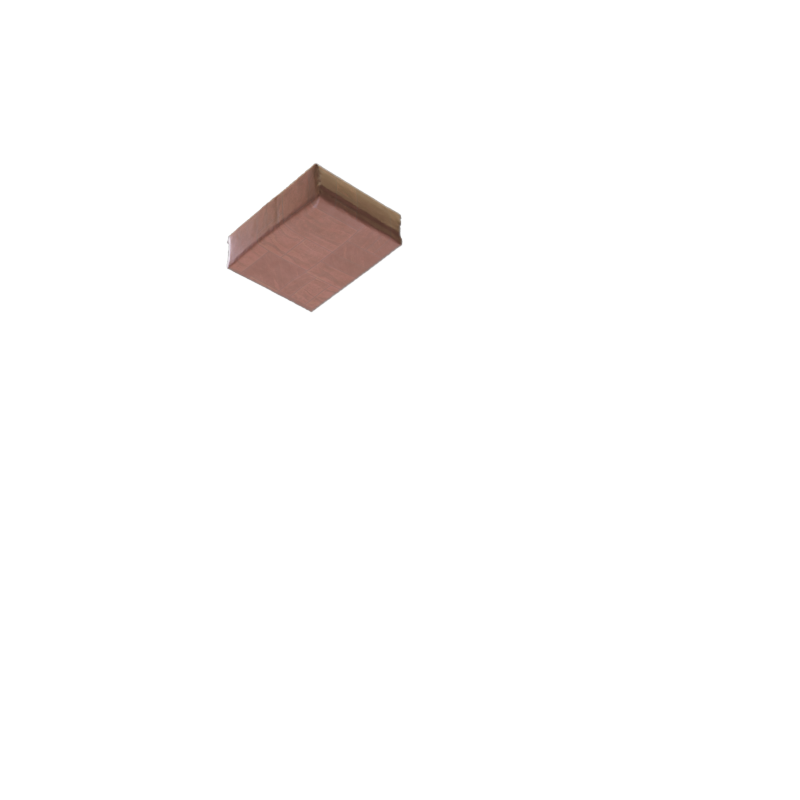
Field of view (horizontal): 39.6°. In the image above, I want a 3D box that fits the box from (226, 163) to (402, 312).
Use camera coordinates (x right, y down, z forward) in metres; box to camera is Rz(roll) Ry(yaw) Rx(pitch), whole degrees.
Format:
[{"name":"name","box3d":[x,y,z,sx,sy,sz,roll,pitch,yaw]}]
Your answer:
[{"name":"box","box3d":[-0.068,-0.124,0.869,0.084,0.042,0.113,28,-44,-34]}]
